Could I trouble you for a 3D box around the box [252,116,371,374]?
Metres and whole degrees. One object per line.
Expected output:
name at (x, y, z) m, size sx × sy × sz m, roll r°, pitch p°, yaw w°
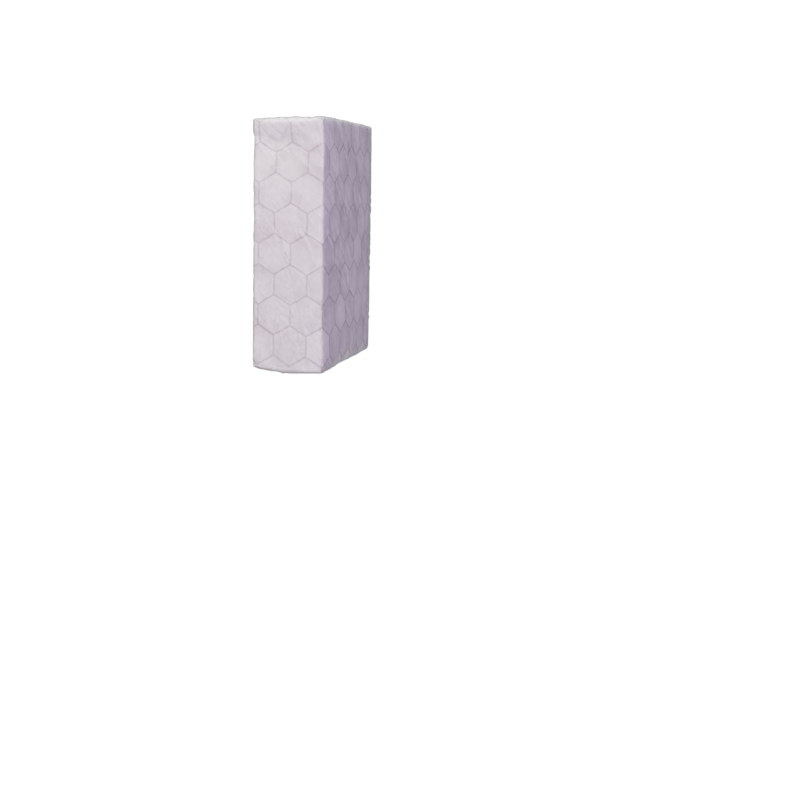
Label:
box at (-0.077, -0.141, 0.988) m, size 0.073 × 0.212 × 0.163 m, roll 1°, pitch 6°, yaw 13°
